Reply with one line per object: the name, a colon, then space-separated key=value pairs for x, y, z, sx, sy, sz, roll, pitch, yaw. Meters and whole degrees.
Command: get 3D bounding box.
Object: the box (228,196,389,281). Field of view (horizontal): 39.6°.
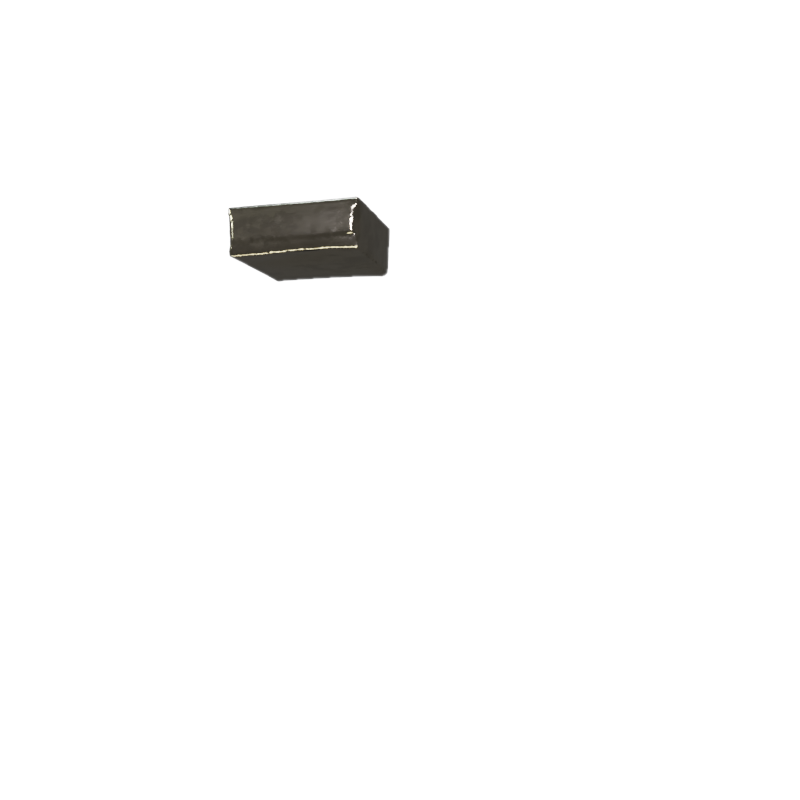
box: x=-0.061 y=-0.111 z=0.775 sx=0.091 sy=0.040 sz=0.109 roll=-1 pitch=-6 yaw=12
